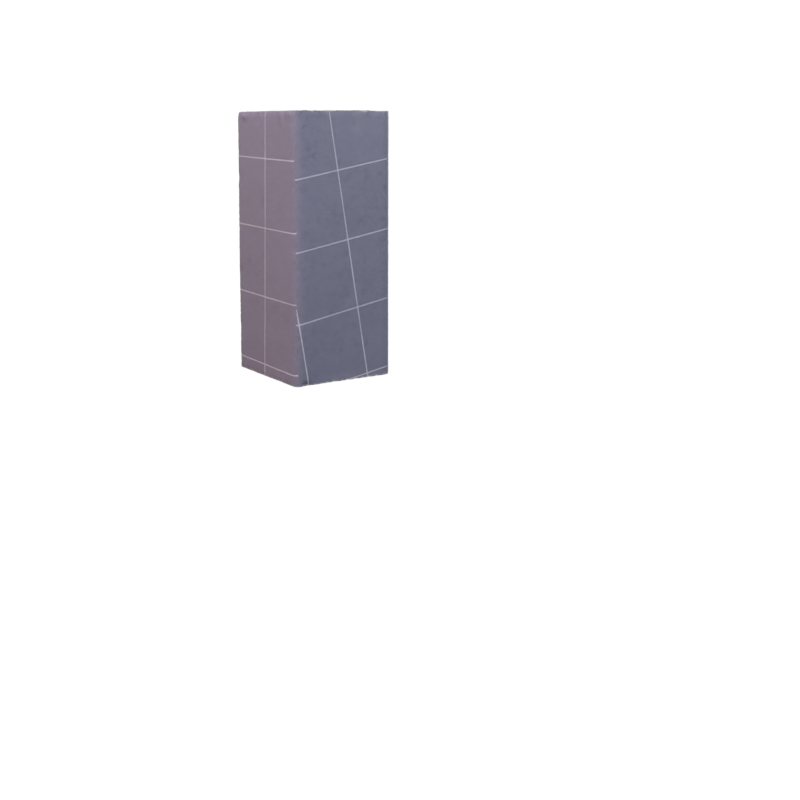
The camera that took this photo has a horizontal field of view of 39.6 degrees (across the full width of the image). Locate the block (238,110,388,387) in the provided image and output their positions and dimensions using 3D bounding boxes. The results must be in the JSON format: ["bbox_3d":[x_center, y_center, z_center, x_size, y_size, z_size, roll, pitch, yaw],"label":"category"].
[{"bbox_3d":[-0.069,-0.125,0.877,0.087,0.203,0.095,-5,9,-34],"label":"block"}]
